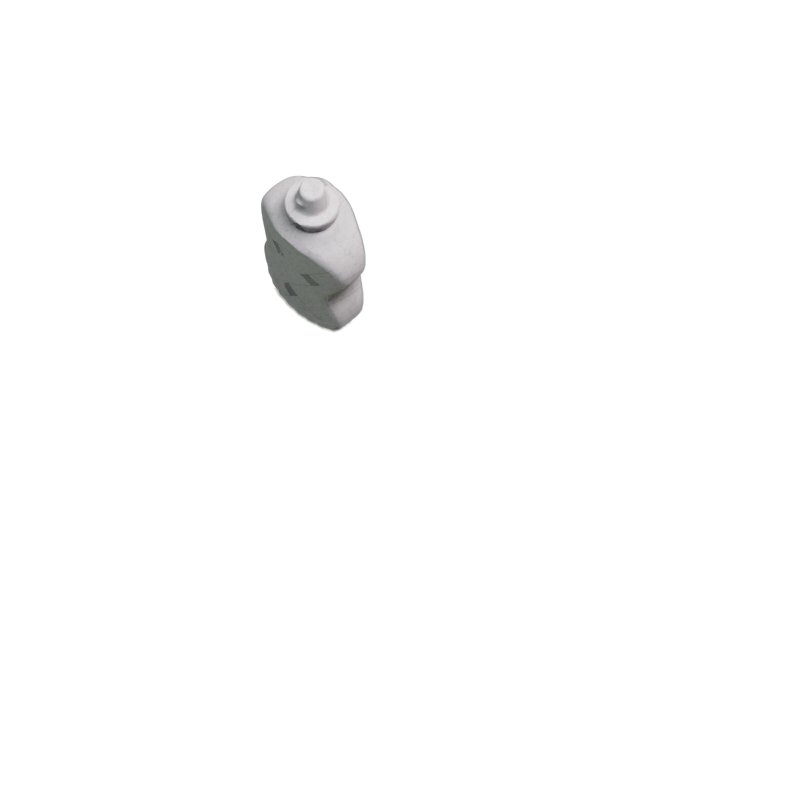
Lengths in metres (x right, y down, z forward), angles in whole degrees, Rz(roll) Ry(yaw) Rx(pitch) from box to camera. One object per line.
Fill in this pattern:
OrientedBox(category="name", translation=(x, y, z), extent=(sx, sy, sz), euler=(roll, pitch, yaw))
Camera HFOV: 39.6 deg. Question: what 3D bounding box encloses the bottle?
OrientedBox(category="bottle", translation=(-0.069, -0.124, 0.873), extent=(0.059, 0.100, 0.183), euler=(-38, -12, -14))
